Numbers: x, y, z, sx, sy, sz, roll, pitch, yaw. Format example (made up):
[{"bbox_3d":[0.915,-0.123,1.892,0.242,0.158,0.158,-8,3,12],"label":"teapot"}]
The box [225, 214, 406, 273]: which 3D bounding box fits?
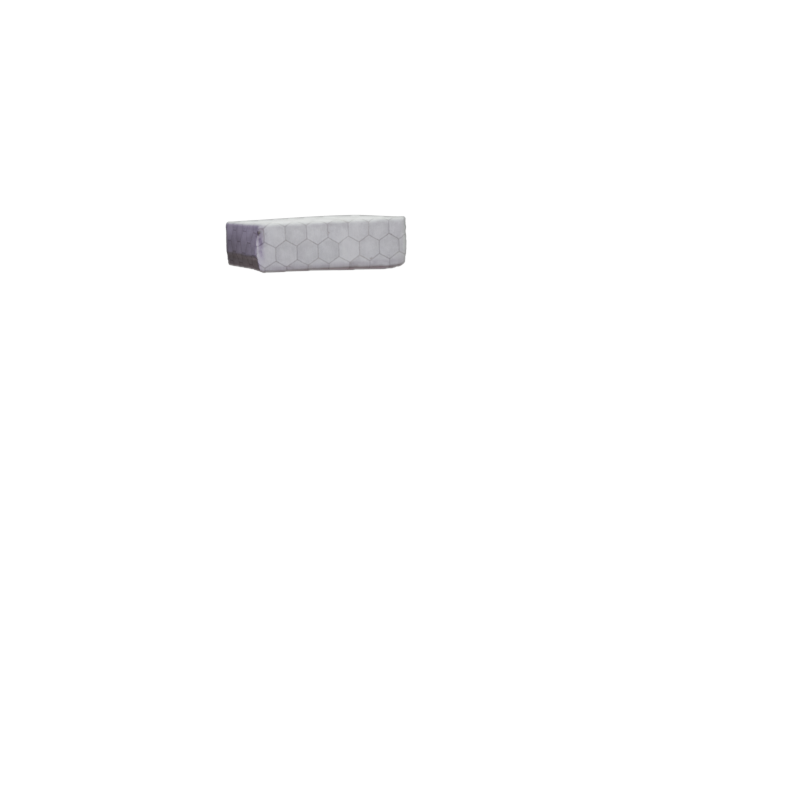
[{"bbox_3d":[-0.064,-0.116,0.814,0.111,0.038,0.093,-4,11,-21],"label":"box"}]
